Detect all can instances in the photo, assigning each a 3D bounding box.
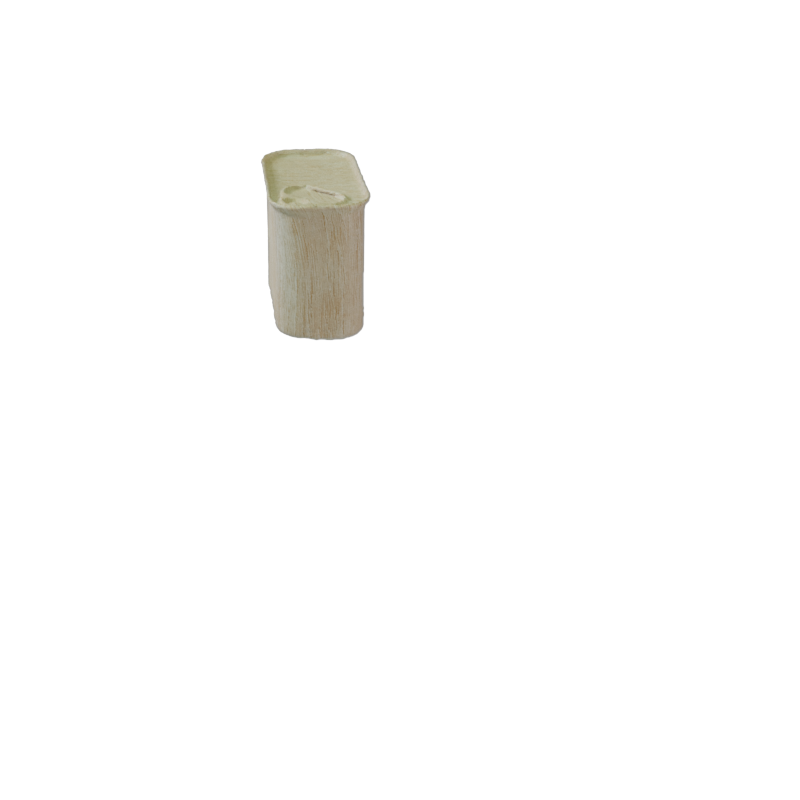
[{"bbox_3d":[-0.051,-0.094,0.657,0.057,0.079,0.108,-3,27,-8],"label":"can"}]
